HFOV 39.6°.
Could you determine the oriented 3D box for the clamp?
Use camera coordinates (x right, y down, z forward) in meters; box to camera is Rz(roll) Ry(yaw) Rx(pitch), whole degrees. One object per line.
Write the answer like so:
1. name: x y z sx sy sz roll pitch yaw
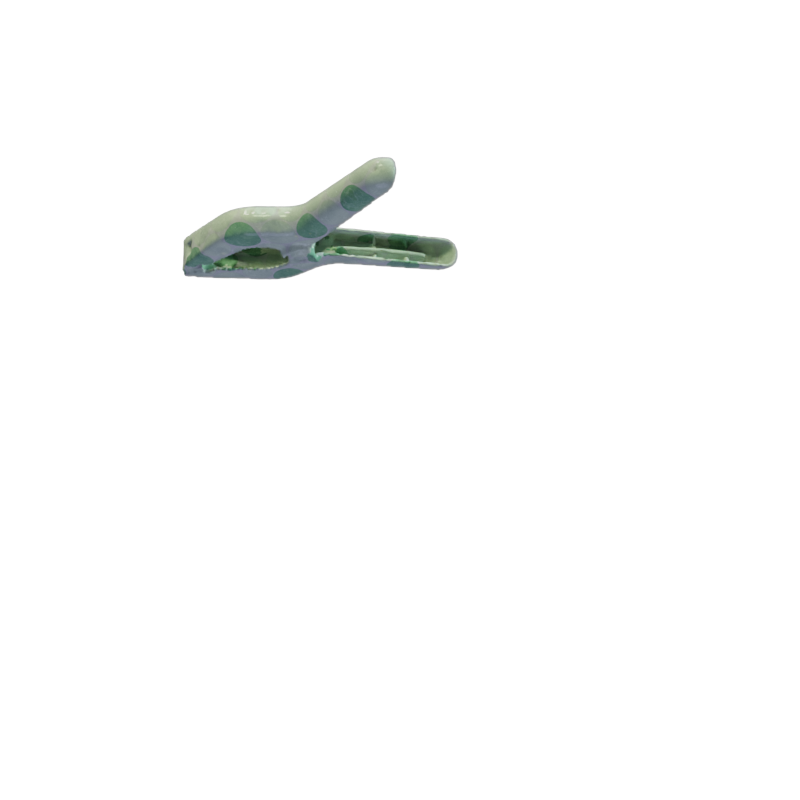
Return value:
1. clamp: -0.067 -0.121 0.850 0.214 0.038 0.153 -9 -21 26
